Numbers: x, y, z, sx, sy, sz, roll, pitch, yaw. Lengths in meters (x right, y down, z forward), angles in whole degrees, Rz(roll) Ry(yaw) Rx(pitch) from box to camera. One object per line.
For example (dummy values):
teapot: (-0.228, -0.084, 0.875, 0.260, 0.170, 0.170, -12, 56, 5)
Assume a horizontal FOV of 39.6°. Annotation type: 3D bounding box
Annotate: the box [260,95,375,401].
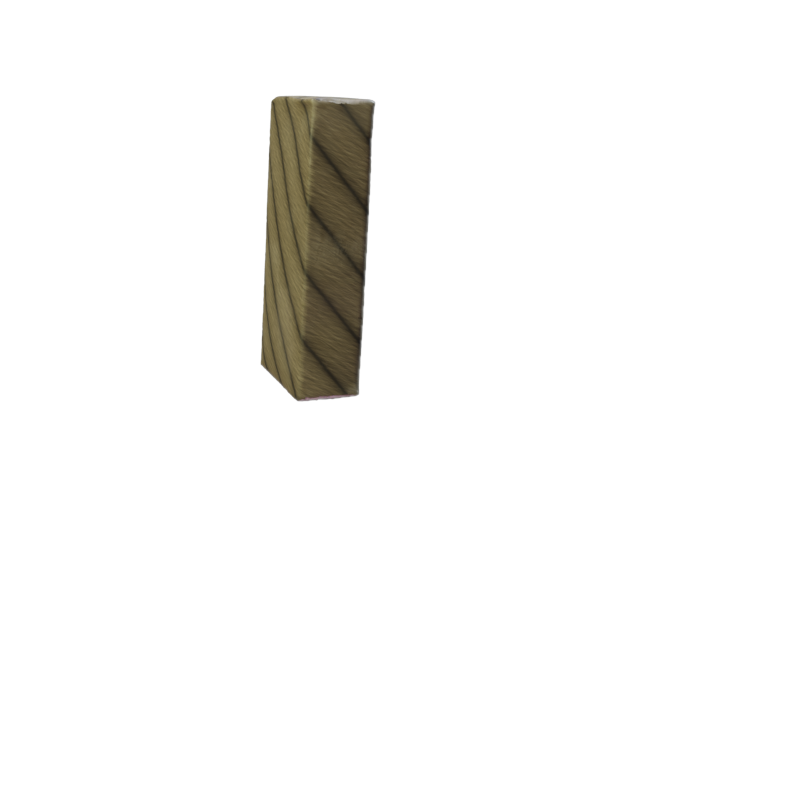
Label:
box: (-0.053, -0.097, 0.676, 0.047, 0.173, 0.097, -2, 10, -20)
